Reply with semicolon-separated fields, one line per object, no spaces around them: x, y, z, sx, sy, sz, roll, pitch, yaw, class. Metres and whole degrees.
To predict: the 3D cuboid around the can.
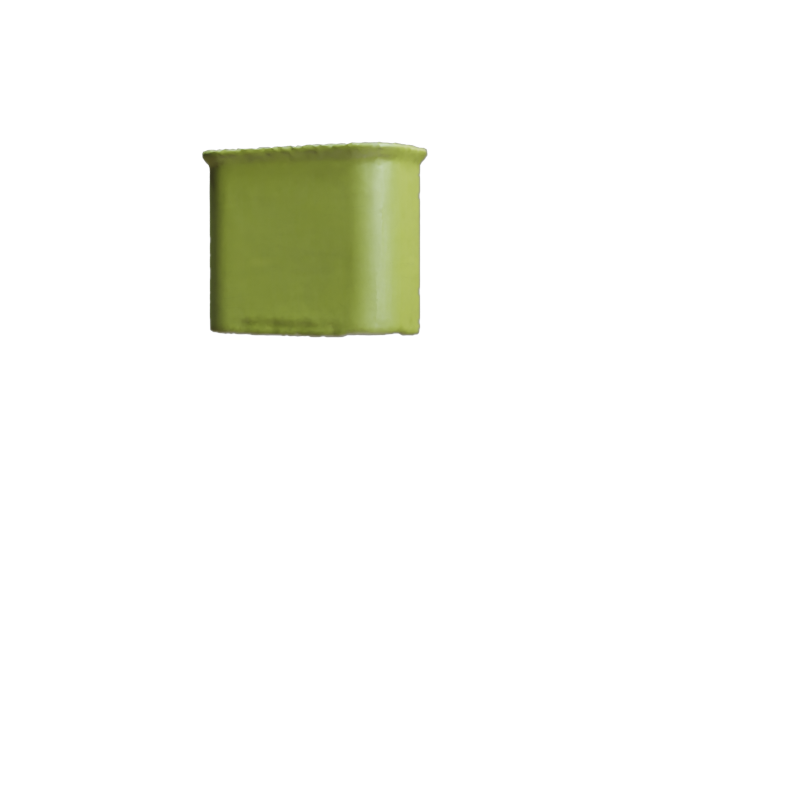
-0.040;-0.072;0.507;0.105;0.084;0.056;2;2;26;can
